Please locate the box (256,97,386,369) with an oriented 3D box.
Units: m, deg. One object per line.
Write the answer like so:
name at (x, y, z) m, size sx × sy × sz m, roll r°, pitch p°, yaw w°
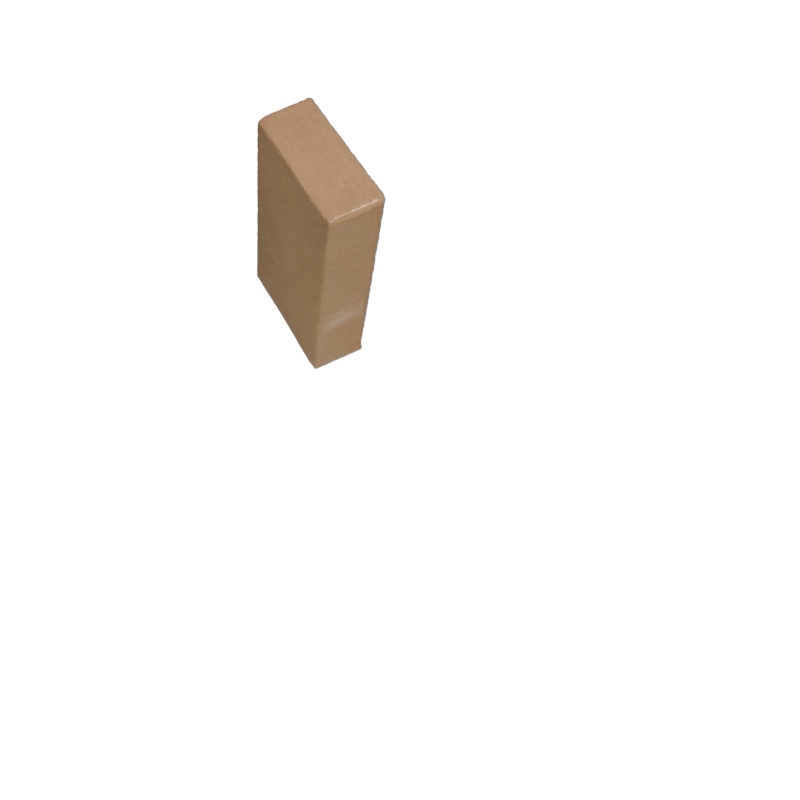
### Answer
box at (-0.057, -0.104, 0.727) m, size 0.048 × 0.100 × 0.166 m, roll -26°, pitch -25°, yaw -17°
